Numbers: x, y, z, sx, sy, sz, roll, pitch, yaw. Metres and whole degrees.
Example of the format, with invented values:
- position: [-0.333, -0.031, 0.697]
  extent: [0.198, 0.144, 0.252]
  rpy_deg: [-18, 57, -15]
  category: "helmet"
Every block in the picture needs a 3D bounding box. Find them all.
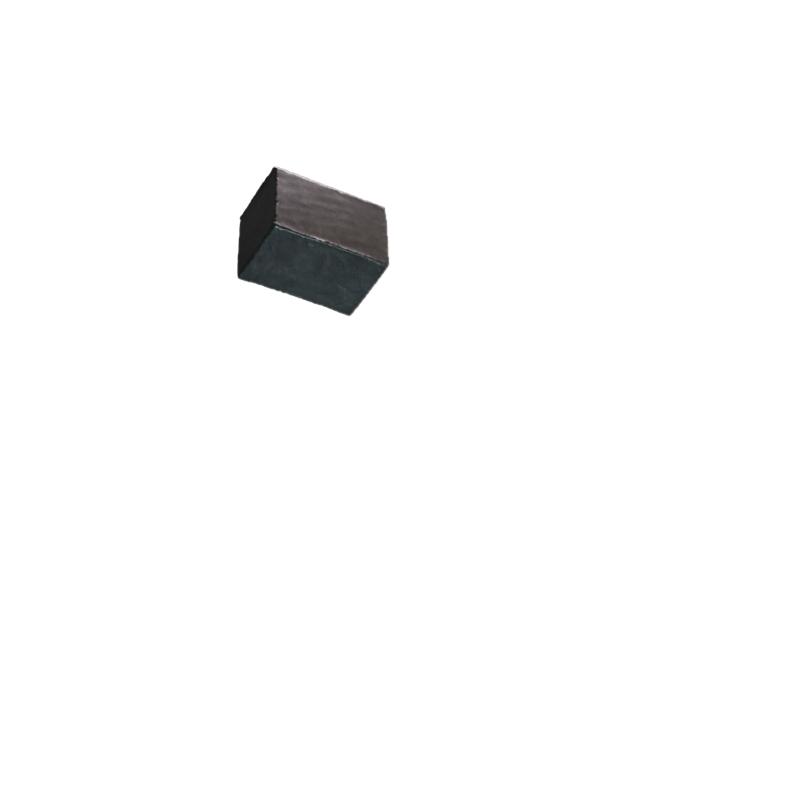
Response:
- position: [-0.052, -0.095, 0.667]
  extent: [0.075, 0.055, 0.051]
  rpy_deg: [19, -45, -22]
  category: "block"
